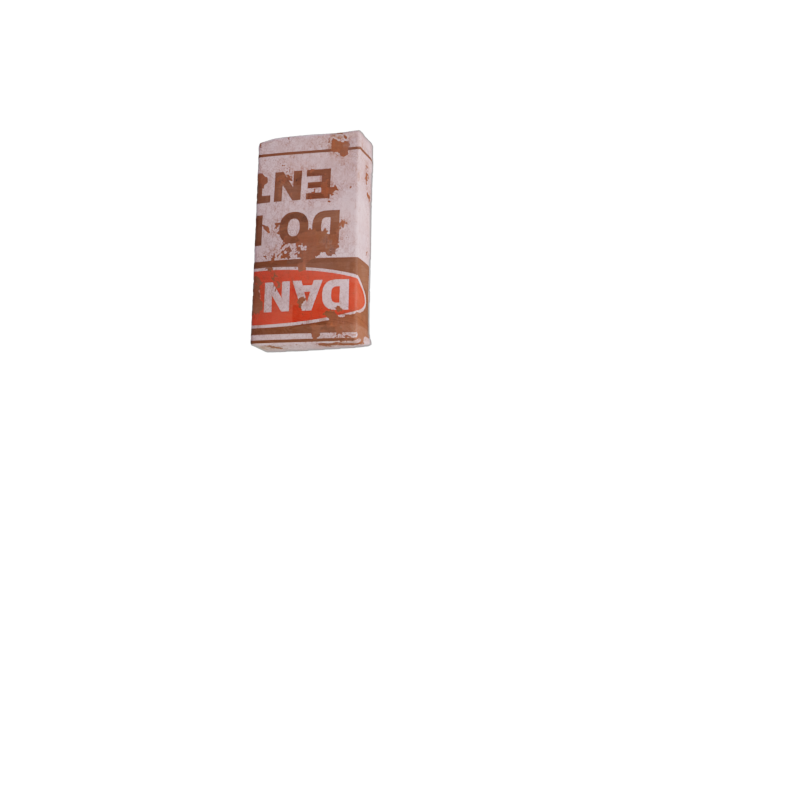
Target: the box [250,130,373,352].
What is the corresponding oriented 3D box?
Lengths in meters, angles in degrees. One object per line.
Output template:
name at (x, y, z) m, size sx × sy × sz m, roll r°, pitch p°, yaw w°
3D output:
box at (-0.072, -0.130, 0.911) m, size 0.095 × 0.182 × 0.046 m, roll -4°, pitch -13°, yaw 18°
